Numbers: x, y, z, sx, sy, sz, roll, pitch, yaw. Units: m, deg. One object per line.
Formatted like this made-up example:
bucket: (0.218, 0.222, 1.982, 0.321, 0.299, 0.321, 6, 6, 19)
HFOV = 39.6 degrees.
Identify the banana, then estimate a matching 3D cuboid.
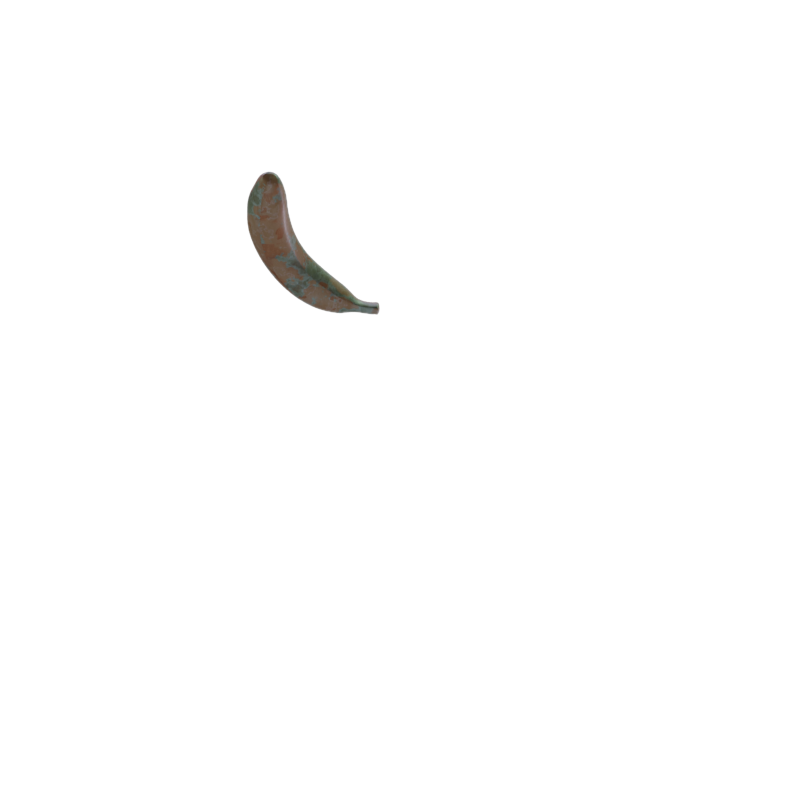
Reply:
banana: (-0.091, -0.132, 0.982, 0.070, 0.039, 0.183, -19, -41, 22)
